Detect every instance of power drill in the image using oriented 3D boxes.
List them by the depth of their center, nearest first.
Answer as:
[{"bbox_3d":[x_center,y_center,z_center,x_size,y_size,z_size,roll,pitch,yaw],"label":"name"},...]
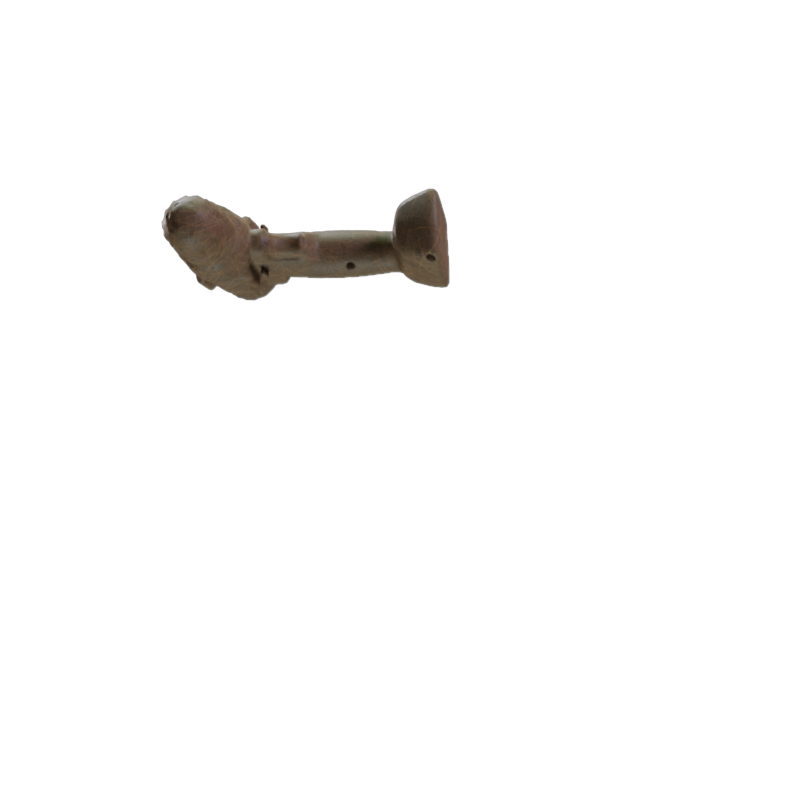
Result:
[{"bbox_3d":[-0.062,-0.113,0.793,0.190,0.059,0.178,-1,-5,10],"label":"power drill"}]
